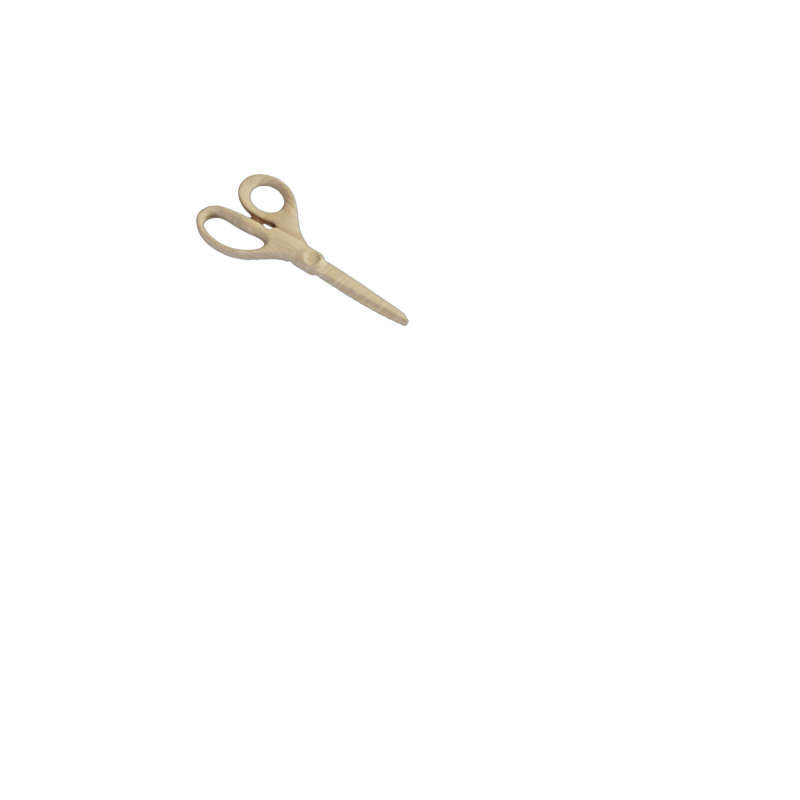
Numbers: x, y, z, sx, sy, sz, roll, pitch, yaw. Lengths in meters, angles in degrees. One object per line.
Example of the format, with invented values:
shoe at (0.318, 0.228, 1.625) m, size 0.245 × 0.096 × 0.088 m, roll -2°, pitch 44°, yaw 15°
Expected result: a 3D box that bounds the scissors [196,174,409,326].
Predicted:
scissors at (-0.073, -0.134, 0.936) m, size 0.207 × 0.100 × 0.015 m, roll 19°, pitch -30°, yaw 12°
